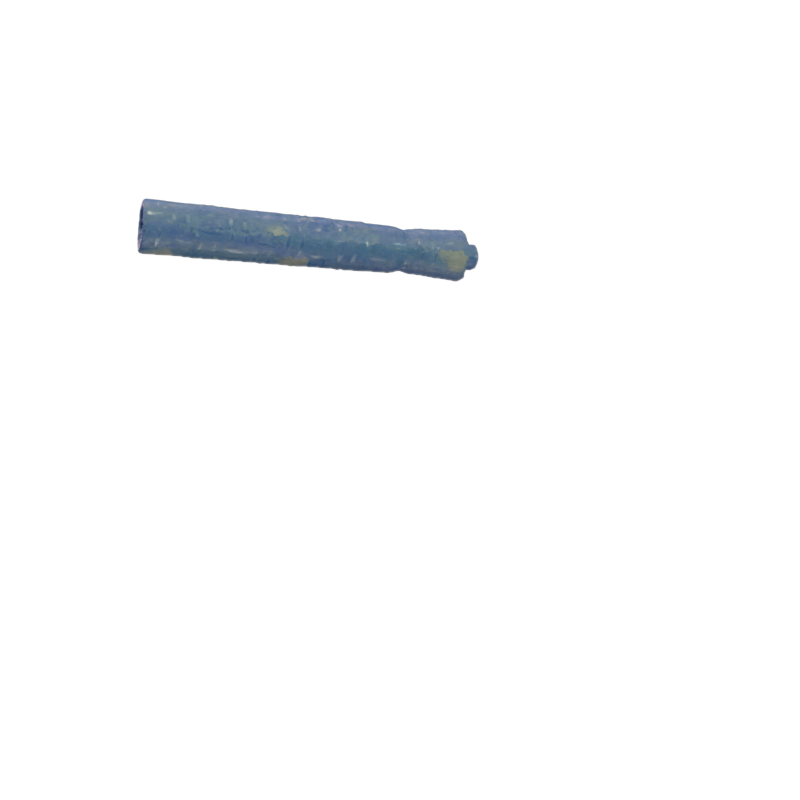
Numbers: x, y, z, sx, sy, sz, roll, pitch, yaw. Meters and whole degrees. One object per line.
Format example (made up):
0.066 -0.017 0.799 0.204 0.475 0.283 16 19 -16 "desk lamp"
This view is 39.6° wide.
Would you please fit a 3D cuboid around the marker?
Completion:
-0.030 -0.055 0.388 0.118 0.020 0.020 4 3 -14 "marker"
